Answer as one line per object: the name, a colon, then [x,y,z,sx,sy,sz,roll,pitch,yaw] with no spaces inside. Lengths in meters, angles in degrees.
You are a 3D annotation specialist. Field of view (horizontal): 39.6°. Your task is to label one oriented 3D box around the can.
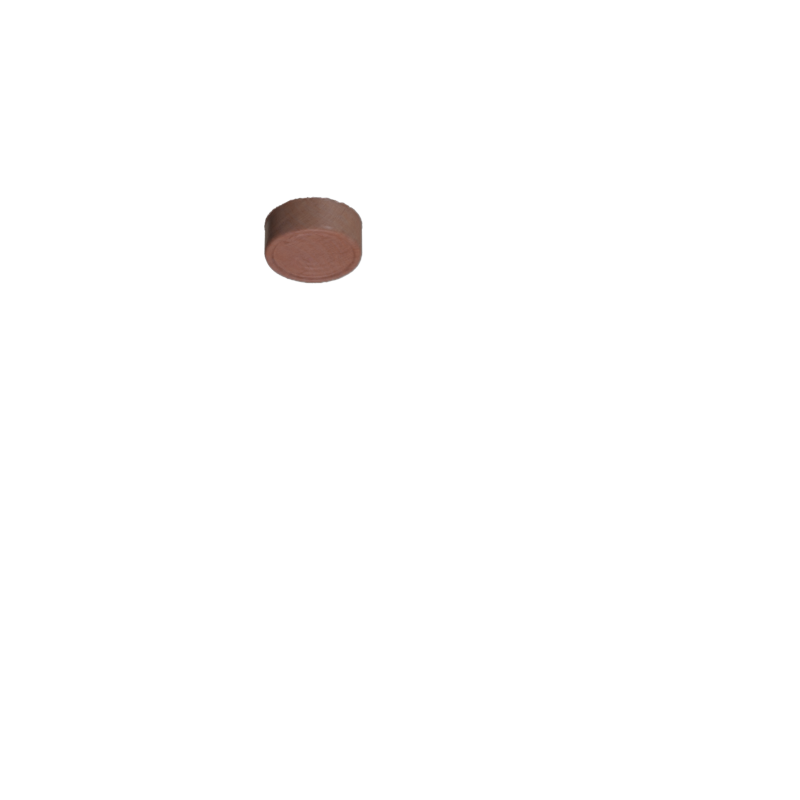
can: [-0.075,-0.137,0.957,0.086,0.036,0.081,1,-30,-2]
